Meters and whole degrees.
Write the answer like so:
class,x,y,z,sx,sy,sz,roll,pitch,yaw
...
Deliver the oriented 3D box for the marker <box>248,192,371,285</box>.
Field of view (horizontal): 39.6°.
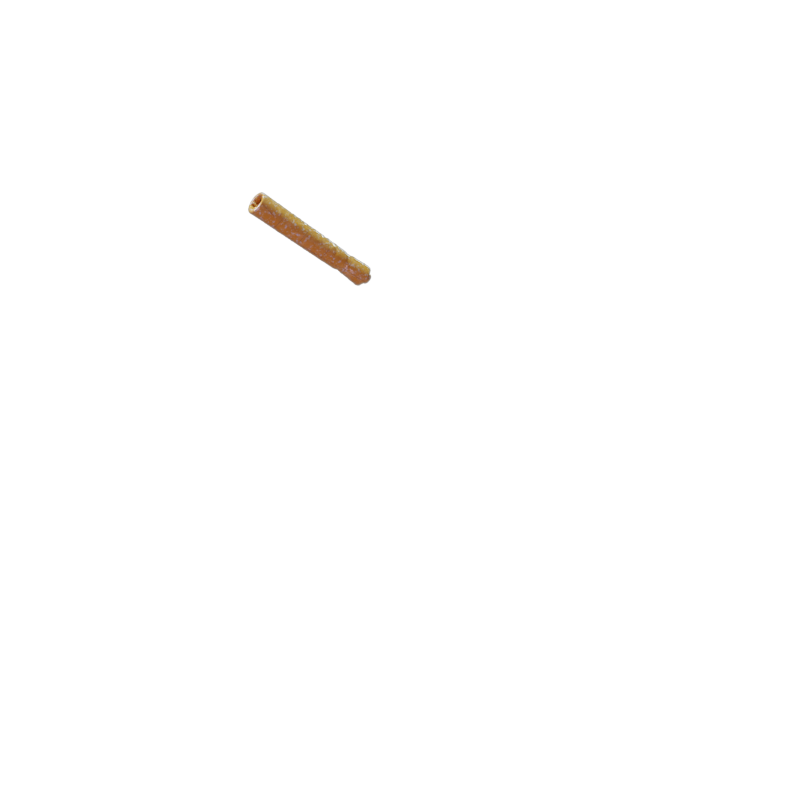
class,x,y,z,sx,sy,sz,roll,pitch,yaw
marker,-0.069,-0.125,0.877,0.114,0.020,0.020,32,-14,-29
